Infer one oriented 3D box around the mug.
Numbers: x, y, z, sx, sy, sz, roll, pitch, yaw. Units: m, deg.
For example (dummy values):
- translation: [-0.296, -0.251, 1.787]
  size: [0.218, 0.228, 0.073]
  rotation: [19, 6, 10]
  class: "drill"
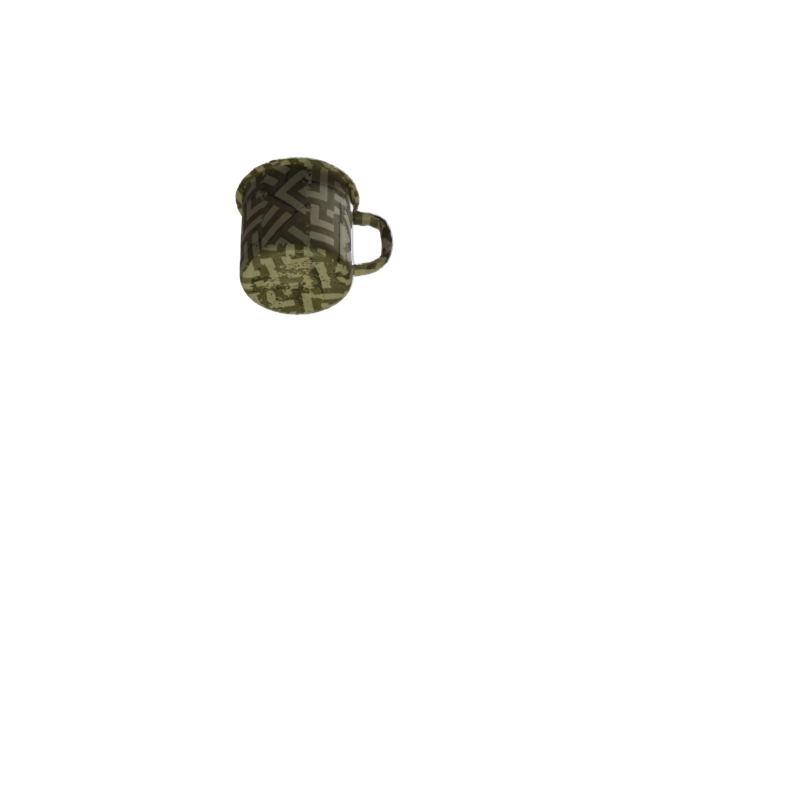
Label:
- translation: [-0.063, -0.115, 0.808]
  size: [0.116, 0.087, 0.088]
  rotation: [4, -36, -8]
  class: "mug"
